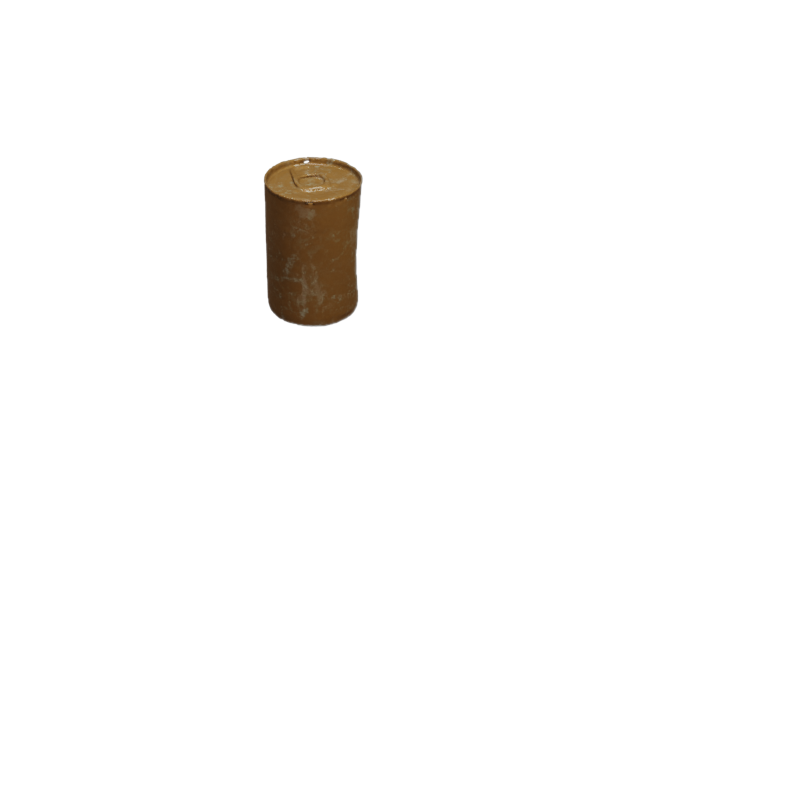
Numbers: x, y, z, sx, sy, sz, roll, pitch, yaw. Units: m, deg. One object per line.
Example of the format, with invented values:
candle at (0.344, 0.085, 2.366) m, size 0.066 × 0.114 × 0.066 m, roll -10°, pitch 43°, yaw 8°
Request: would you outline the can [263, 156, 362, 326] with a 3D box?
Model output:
can at (-0.061, -0.112, 0.784) m, size 0.068 × 0.096 × 0.073 m, roll 0°, pitch 33°, yaw -3°
